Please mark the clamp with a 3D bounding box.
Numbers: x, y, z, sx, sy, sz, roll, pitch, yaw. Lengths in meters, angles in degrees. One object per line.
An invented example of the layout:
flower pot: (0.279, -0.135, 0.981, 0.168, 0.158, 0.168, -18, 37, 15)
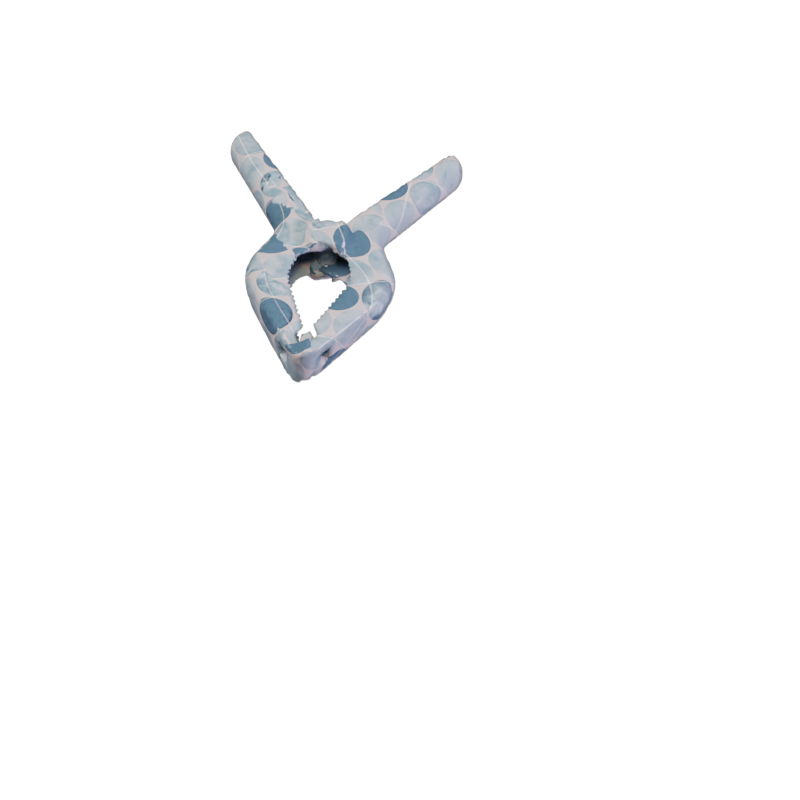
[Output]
clamp: (-0.057, -0.104, 0.729, 0.167, 0.221, 0.034, 11, -41, 9)
